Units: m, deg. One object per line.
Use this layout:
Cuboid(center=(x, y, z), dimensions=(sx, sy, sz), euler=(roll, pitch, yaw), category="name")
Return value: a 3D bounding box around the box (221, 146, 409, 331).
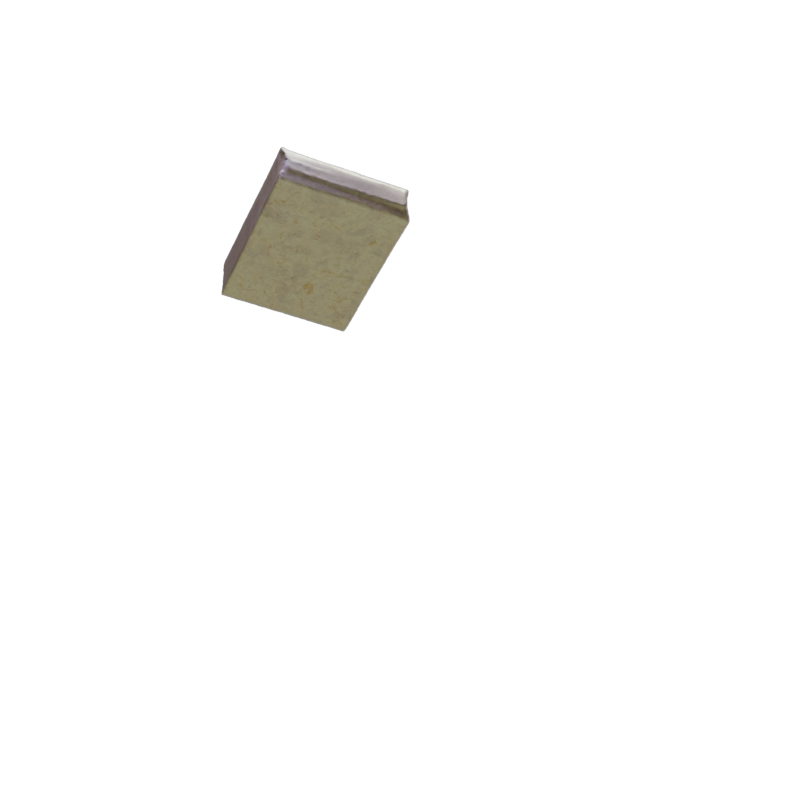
Cuboid(center=(-0.046, -0.084, 0.586), dimensions=(0.071, 0.032, 0.086), euler=(18, -49, -17), category="box")
